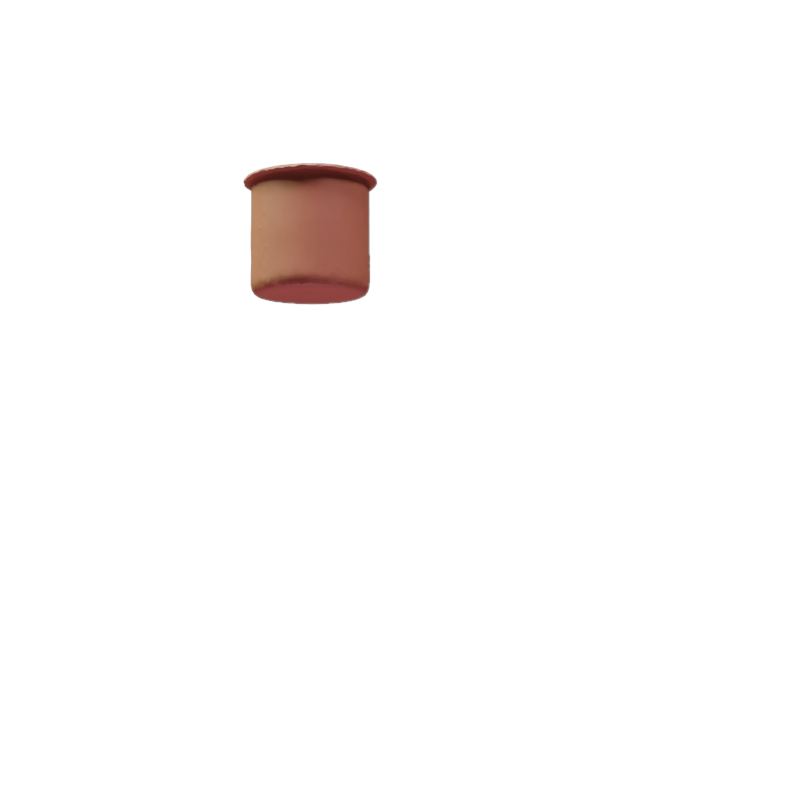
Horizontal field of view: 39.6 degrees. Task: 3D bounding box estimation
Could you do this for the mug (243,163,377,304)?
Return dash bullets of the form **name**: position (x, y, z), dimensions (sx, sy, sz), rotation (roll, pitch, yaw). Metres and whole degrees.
- **mug**: position (-0.061, -0.111, 0.776), dimensions (0.094, 0.084, 0.113), rotation (-1, -7, 7)
